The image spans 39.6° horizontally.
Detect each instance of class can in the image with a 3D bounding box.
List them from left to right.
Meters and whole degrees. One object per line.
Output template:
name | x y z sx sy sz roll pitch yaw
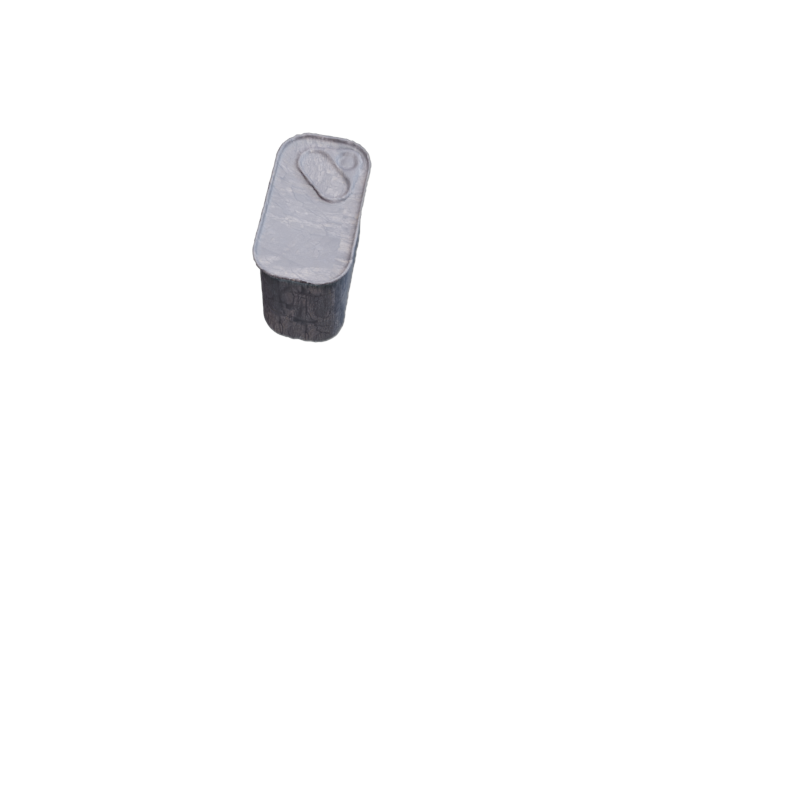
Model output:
can | -0.053 -0.097 0.677 0.058 0.107 0.079 9 -27 2
